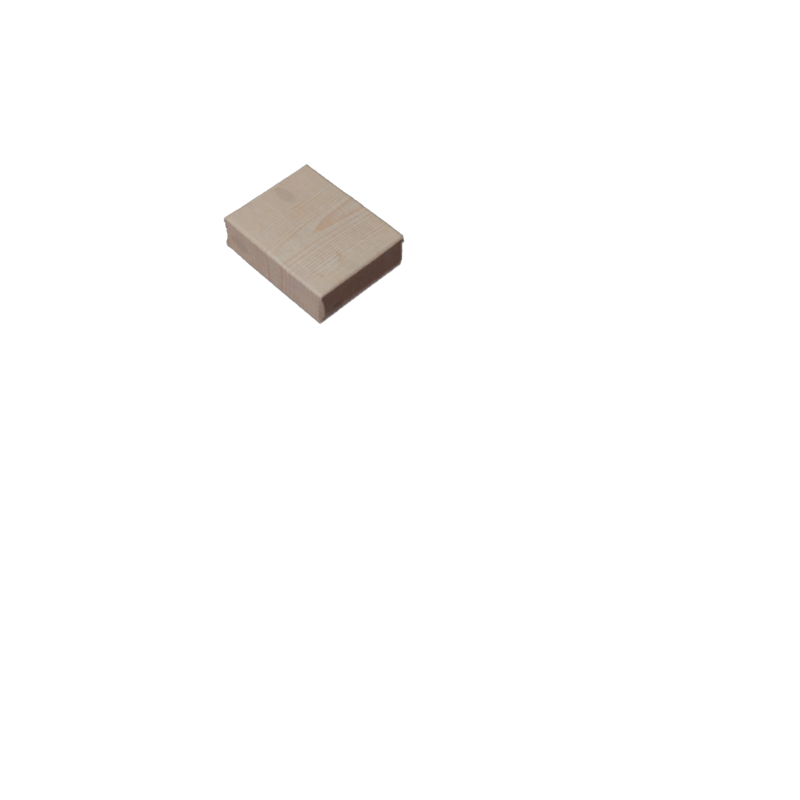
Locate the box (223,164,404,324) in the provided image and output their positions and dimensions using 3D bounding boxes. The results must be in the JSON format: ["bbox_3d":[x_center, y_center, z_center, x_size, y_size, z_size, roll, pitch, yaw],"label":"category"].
[{"bbox_3d":[-0.068,-0.123,0.863,0.091,0.036,0.121,-37,59,-28],"label":"box"}]
